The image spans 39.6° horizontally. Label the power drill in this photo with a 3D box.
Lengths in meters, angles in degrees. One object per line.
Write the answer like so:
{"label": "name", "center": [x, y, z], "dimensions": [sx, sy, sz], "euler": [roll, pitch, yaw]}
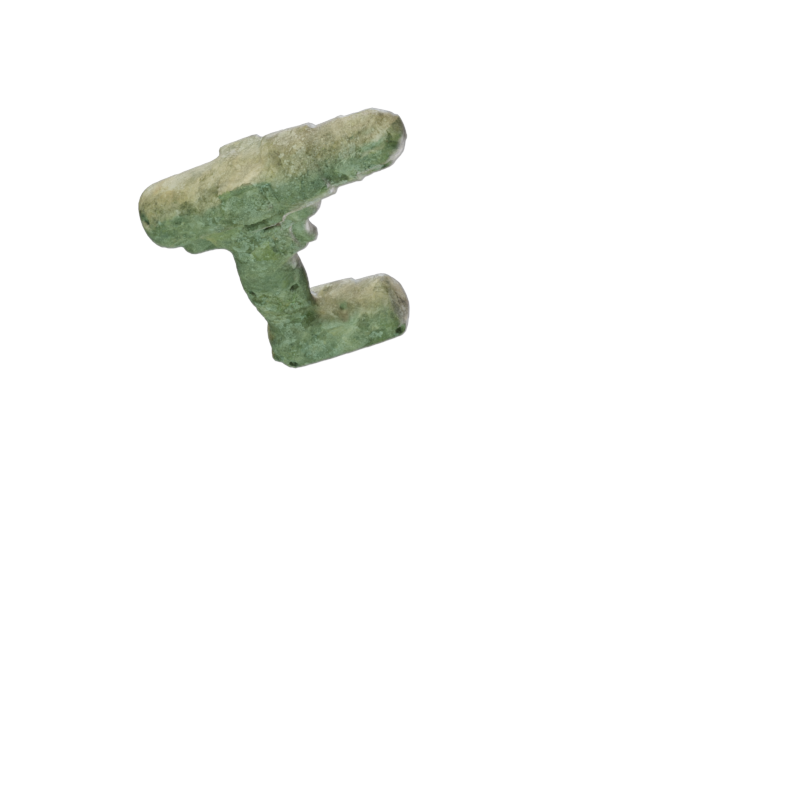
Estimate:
{"label": "power drill", "center": [-0.060, -0.109, 0.761], "dimensions": [0.186, 0.062, 0.173], "euler": [-15, -43, 16]}
